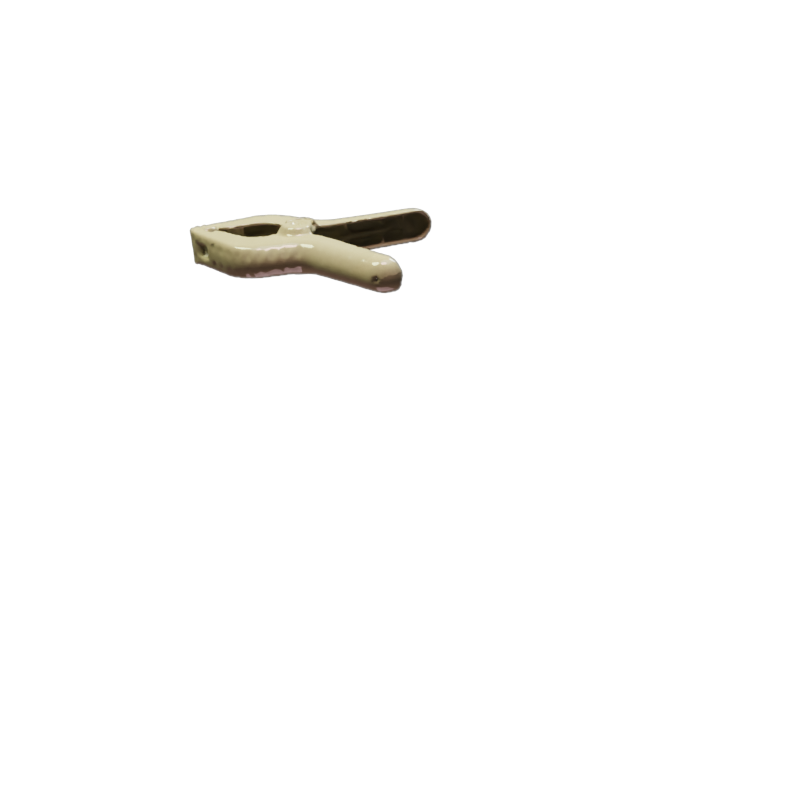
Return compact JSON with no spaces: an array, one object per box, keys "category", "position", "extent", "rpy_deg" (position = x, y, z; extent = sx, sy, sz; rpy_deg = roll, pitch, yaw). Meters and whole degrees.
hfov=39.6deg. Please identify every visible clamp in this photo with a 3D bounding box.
[{"category":"clamp","position":[-0.062,-0.112,0.788],"extent":[0.177,0.038,0.121],"rpy_deg":[9,23,21]}]
